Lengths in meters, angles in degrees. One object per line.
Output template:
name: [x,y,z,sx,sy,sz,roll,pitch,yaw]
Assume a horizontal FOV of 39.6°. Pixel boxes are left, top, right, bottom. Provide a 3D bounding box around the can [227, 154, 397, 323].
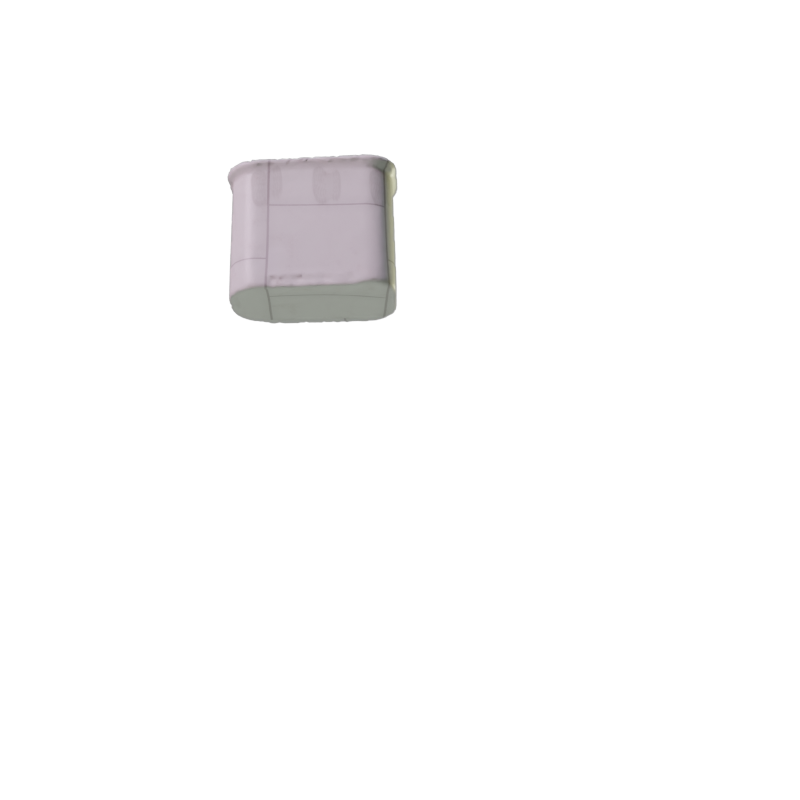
can: [-0.052,-0.094,0.656,0.102,0.089,0.054,-2,-25,3]
